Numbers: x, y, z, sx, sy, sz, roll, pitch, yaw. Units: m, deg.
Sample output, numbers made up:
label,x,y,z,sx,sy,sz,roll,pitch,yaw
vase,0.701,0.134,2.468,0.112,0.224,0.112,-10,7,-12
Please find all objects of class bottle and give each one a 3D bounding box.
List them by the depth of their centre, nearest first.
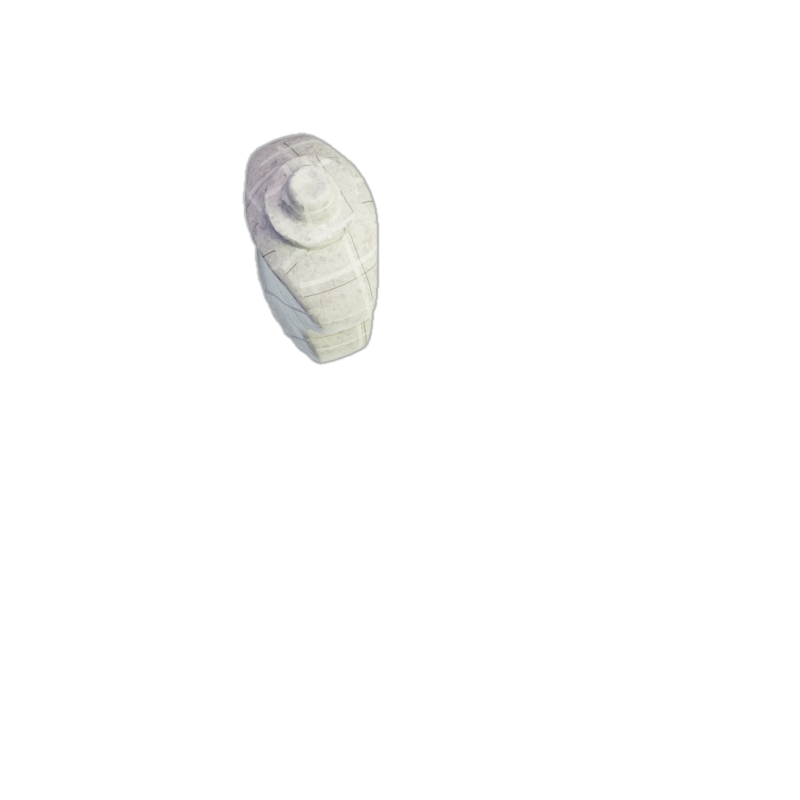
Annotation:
label,x,y,z,sx,sy,sz,roll,pitch,yaw
bottle,-0.043,-0.078,0.548,0.058,0.099,0.187,-19,-7,-6
